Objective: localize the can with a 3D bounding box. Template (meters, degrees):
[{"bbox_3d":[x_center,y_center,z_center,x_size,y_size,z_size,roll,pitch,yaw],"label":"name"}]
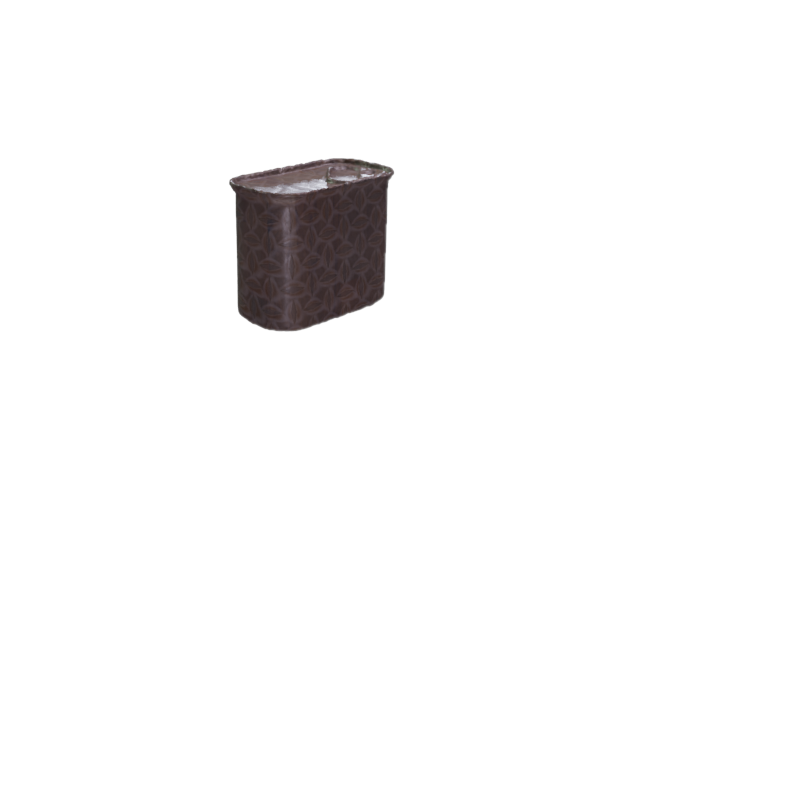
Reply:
[{"bbox_3d":[-0.052,-0.096,0.669,0.061,0.080,0.100,18,27,40],"label":"can"}]
